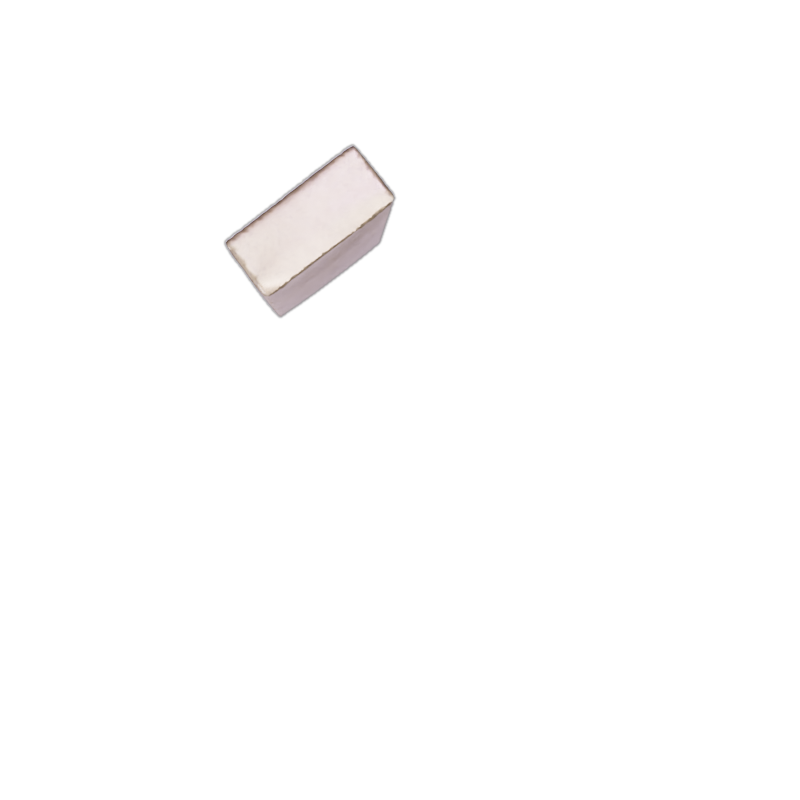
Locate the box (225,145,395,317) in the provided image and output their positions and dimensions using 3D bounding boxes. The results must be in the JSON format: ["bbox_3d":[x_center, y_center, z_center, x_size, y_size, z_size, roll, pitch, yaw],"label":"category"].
[{"bbox_3d":[-0.054,-0.098,0.691,0.093,0.048,0.176,-38,4,-2],"label":"box"}]
